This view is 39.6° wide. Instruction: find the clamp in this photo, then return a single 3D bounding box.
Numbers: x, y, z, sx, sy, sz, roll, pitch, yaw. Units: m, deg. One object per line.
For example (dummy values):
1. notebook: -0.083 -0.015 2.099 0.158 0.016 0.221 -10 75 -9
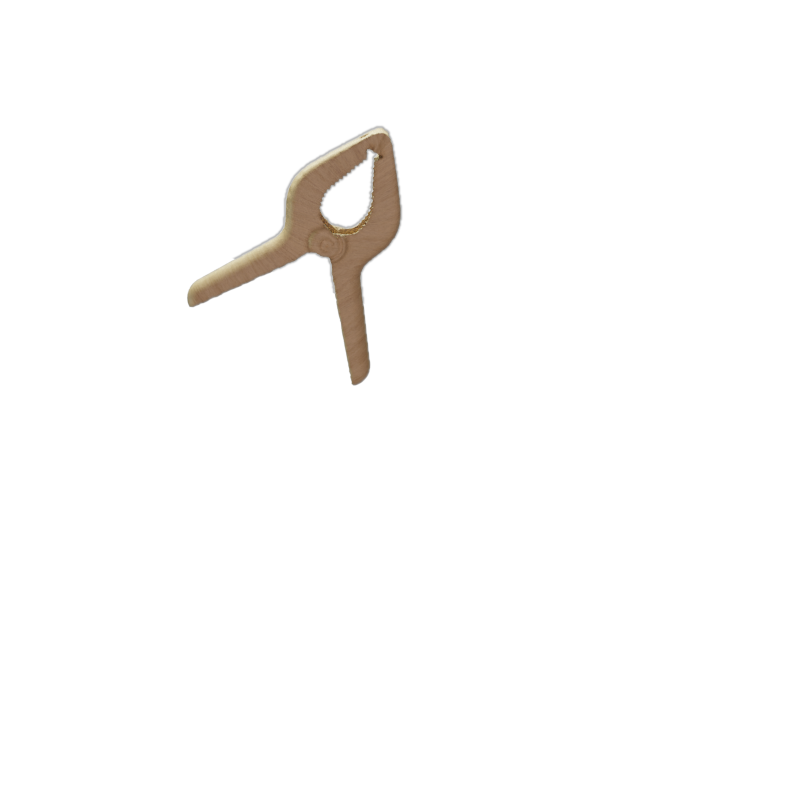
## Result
1. clamp: -0.071 -0.129 0.901 0.162 0.205 0.038 20 15 -6
